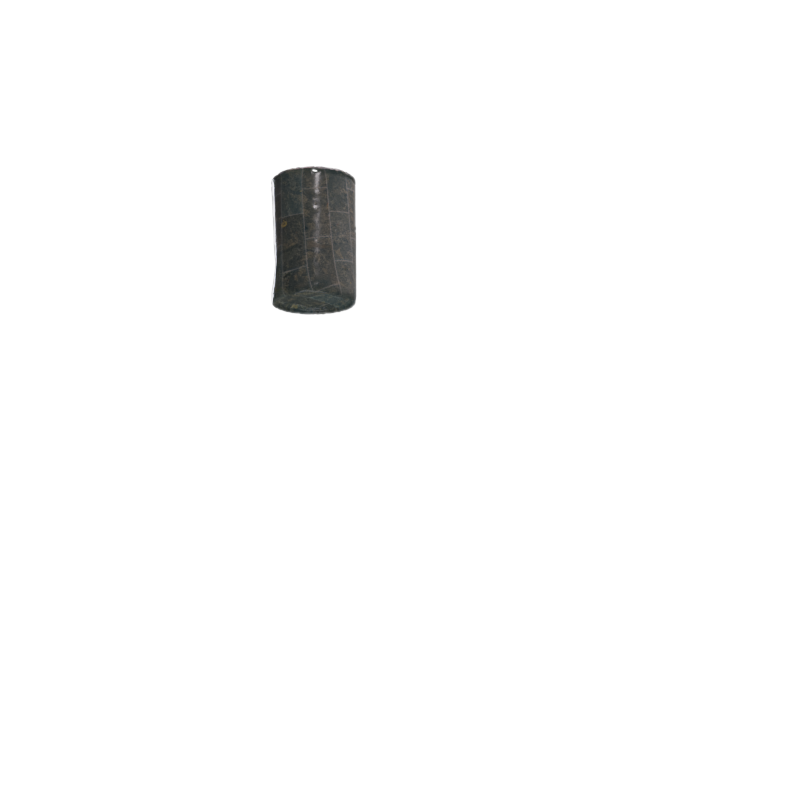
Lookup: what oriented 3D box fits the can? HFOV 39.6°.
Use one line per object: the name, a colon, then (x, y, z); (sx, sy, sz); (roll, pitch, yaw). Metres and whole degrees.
can: (-0.068, -0.125, 0.874); (0.068, 0.106, 0.066); (0, -16, -2)
